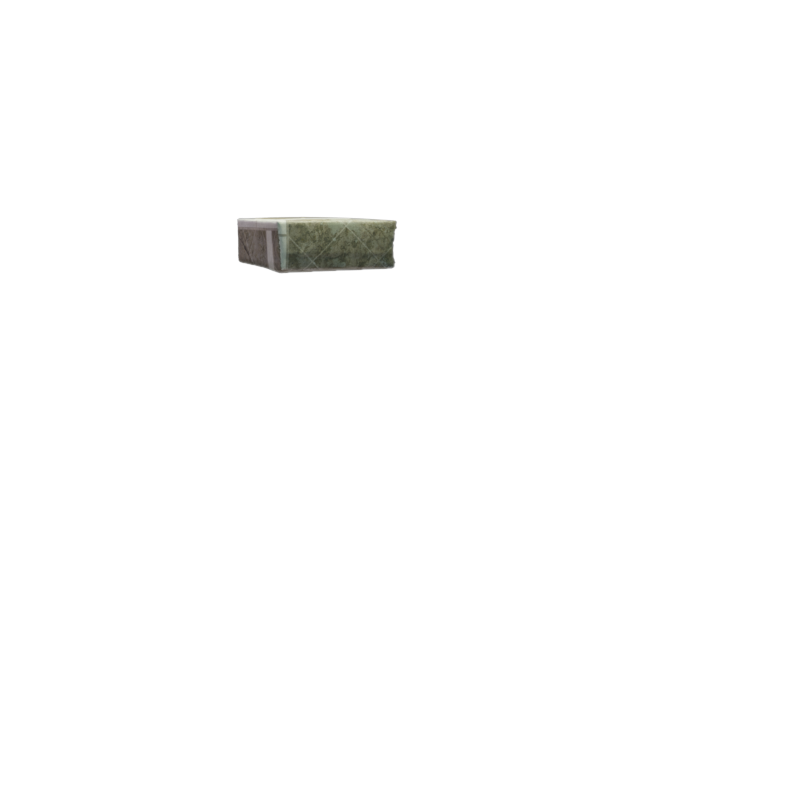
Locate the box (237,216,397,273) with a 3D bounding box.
[{"bbox_3d":[-0.065,-0.118,0.823,0.088,0.038,0.118,-4,12,-21],"label":"box"}]
